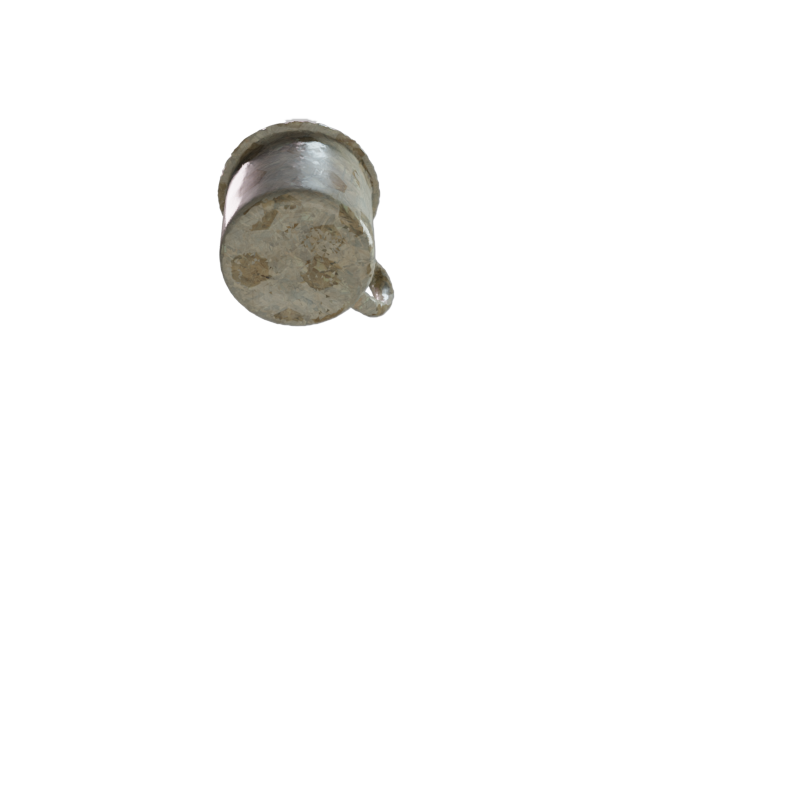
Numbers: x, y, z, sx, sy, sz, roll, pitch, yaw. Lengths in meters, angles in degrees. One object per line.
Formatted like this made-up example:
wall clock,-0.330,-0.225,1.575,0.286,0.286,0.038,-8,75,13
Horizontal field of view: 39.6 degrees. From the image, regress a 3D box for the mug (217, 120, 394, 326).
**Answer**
mug,-0.048,-0.087,0.607,0.092,0.111,0.087,-38,26,20
